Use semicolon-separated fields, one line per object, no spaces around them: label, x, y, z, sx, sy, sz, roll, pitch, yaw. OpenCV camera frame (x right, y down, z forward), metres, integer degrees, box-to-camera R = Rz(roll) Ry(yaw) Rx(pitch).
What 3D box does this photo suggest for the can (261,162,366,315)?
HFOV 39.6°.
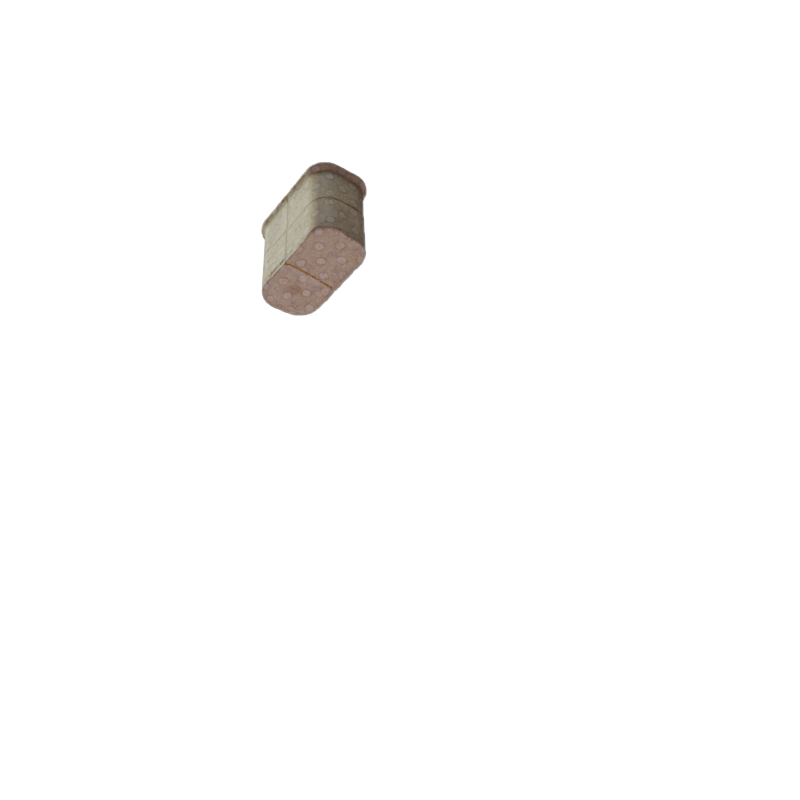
can;-0.071;-0.130;0.908;0.055;0.090;0.100;27;-52;-26
